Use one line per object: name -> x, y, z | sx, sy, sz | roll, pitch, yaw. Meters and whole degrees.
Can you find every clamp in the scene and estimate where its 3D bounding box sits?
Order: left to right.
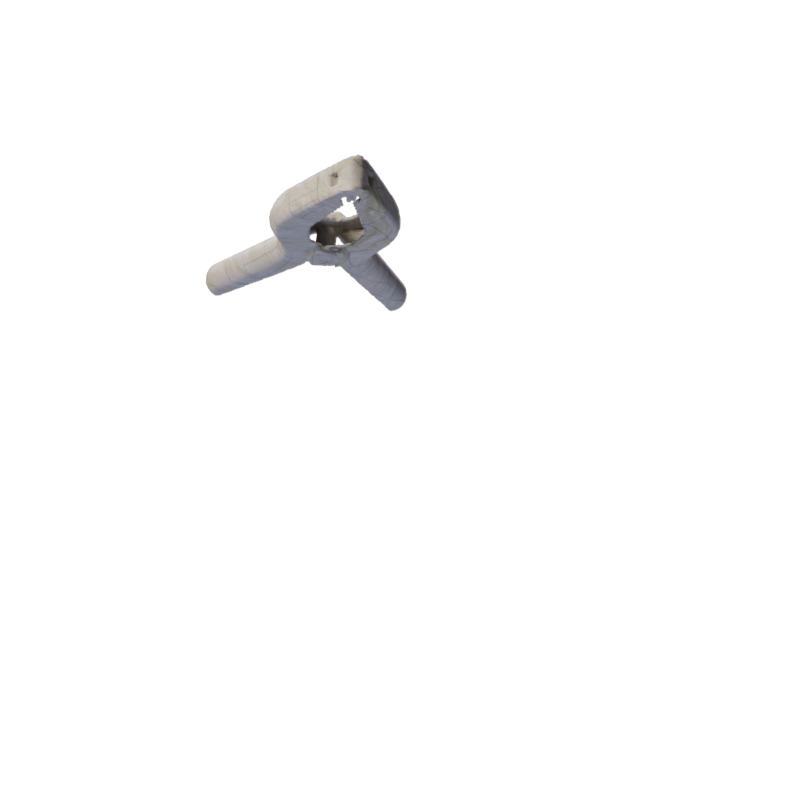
clamp -> -0.065, -0.119, 0.830 | 0.163, 0.038, 0.201 | 2, -20, -6
